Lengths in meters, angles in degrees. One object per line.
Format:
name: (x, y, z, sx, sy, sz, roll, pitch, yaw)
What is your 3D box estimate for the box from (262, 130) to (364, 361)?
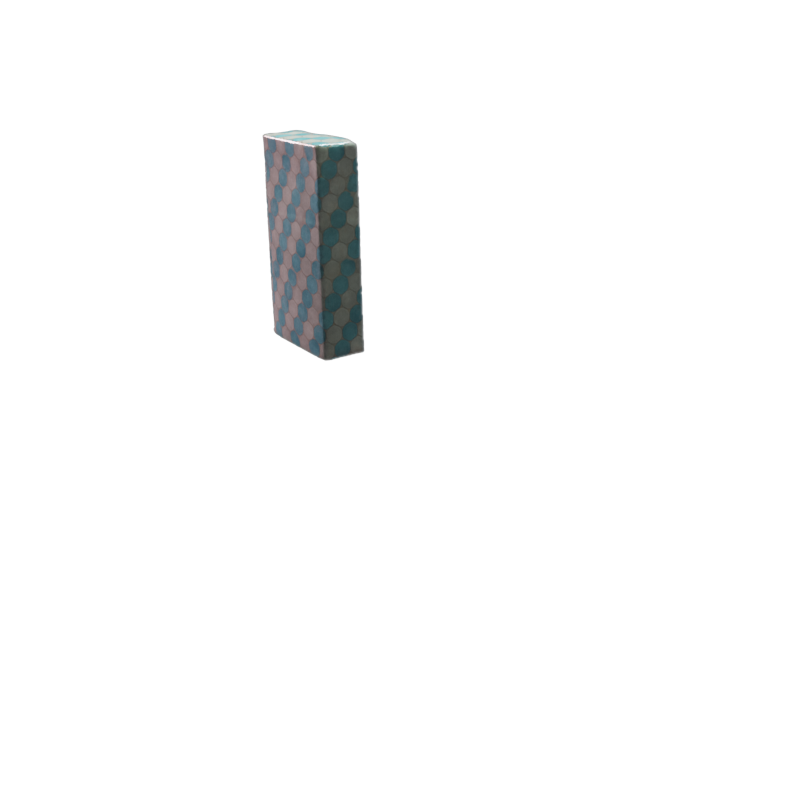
box: (-0.071, -0.131, 0.917, 0.047, 0.171, 0.099, -8, 17, -32)
